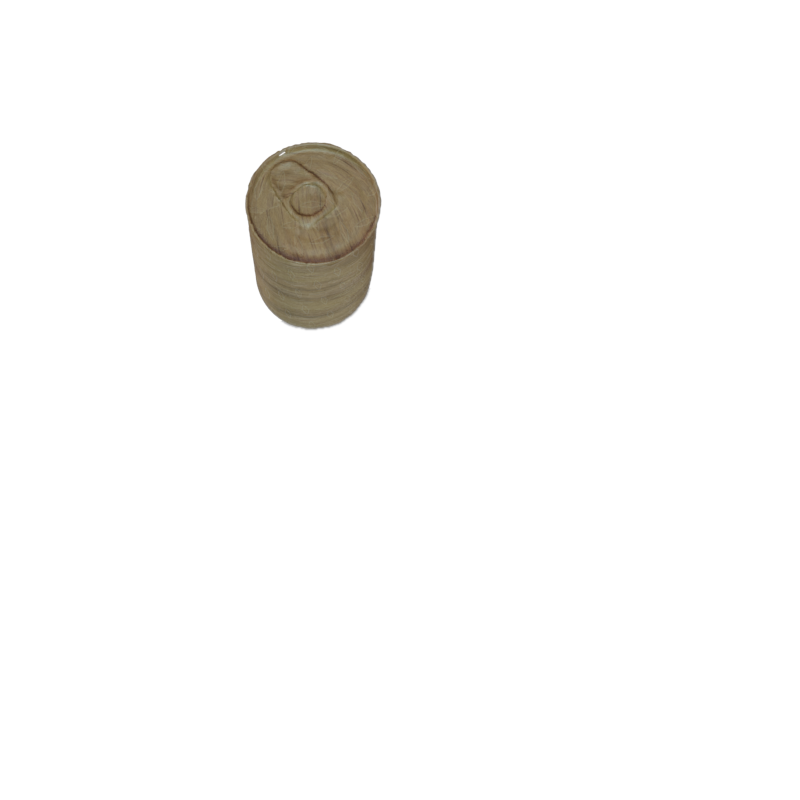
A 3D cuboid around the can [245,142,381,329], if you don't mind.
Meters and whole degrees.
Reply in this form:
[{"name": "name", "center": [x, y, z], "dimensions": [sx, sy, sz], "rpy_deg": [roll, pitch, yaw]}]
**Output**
[{"name": "can", "center": [-0.047, -0.085, 0.598], "dimensions": [0.068, 0.072, 0.098], "rpy_deg": [0, -18, -3]}]
